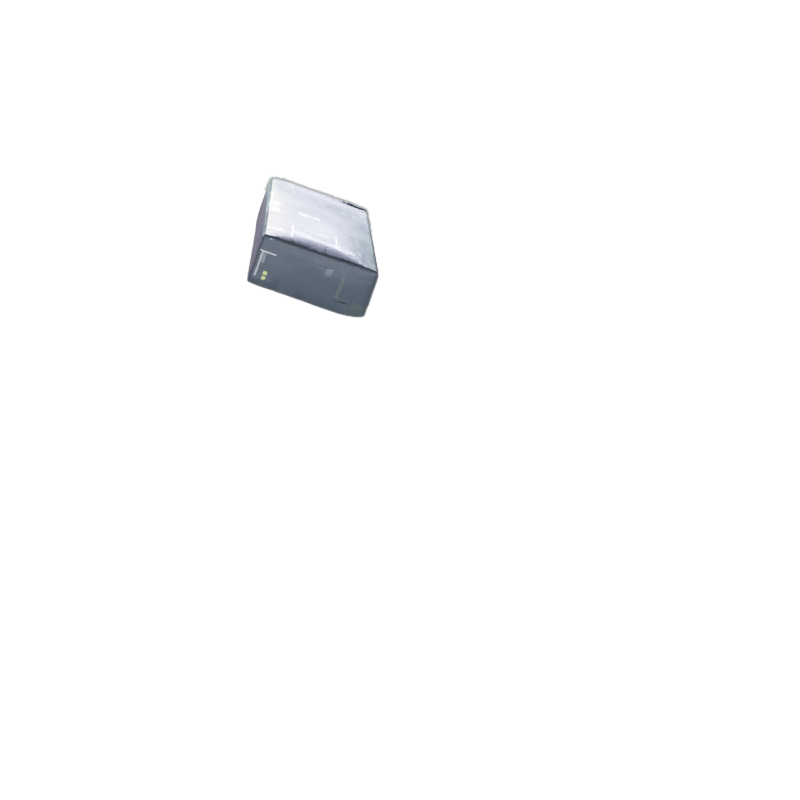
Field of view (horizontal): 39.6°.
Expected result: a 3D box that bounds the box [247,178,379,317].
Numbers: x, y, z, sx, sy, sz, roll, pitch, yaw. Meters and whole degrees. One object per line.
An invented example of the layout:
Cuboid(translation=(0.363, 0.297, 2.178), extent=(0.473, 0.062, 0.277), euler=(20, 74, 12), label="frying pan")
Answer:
Cuboid(translation=(-0.070, -0.128, 0.893), extent=(0.092, 0.046, 0.186), euler=(17, 24, -11), label="box")
